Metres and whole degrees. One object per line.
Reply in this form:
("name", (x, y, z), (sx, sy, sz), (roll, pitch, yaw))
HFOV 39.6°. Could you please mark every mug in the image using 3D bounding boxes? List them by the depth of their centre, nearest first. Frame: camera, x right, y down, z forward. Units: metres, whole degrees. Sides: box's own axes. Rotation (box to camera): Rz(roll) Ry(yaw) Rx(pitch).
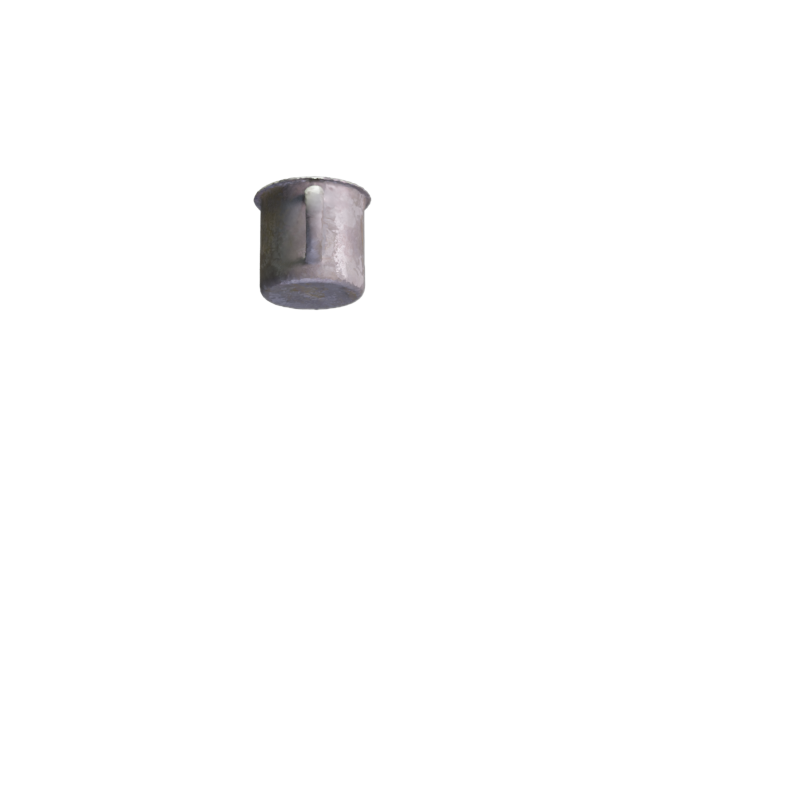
("mug", (-0.067, -0.122, 0.854), (0.092, 0.085, 0.113), (1, -16, -7))
